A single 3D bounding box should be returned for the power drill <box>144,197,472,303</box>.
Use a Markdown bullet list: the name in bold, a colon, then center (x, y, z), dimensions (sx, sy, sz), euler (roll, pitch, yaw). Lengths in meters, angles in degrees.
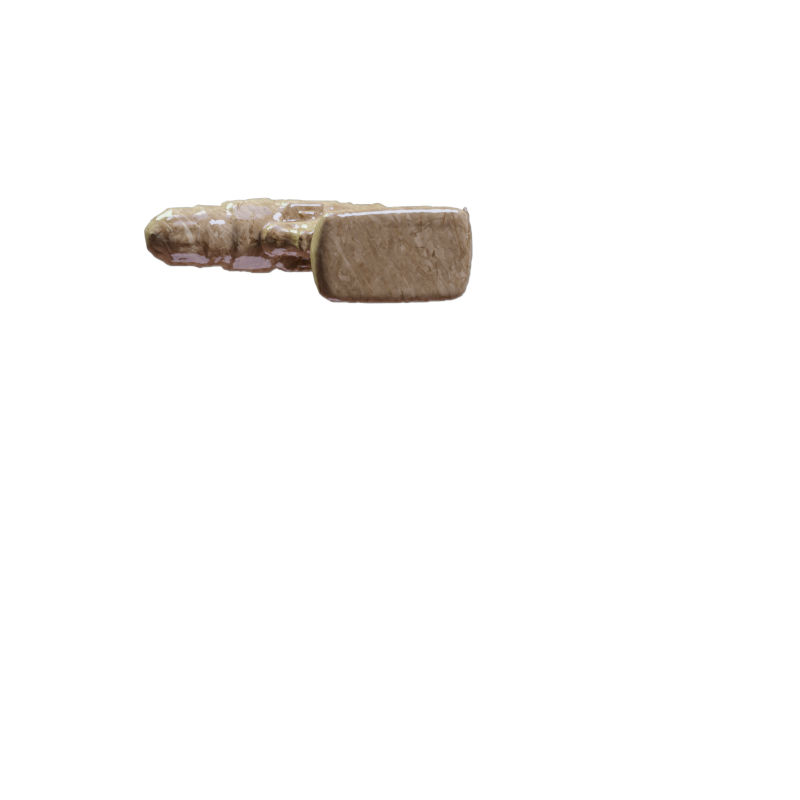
- **power drill**: center (-0.056, -0.102, 0.714), dimensions (0.180, 0.056, 0.197), euler (-6, 15, -25)
